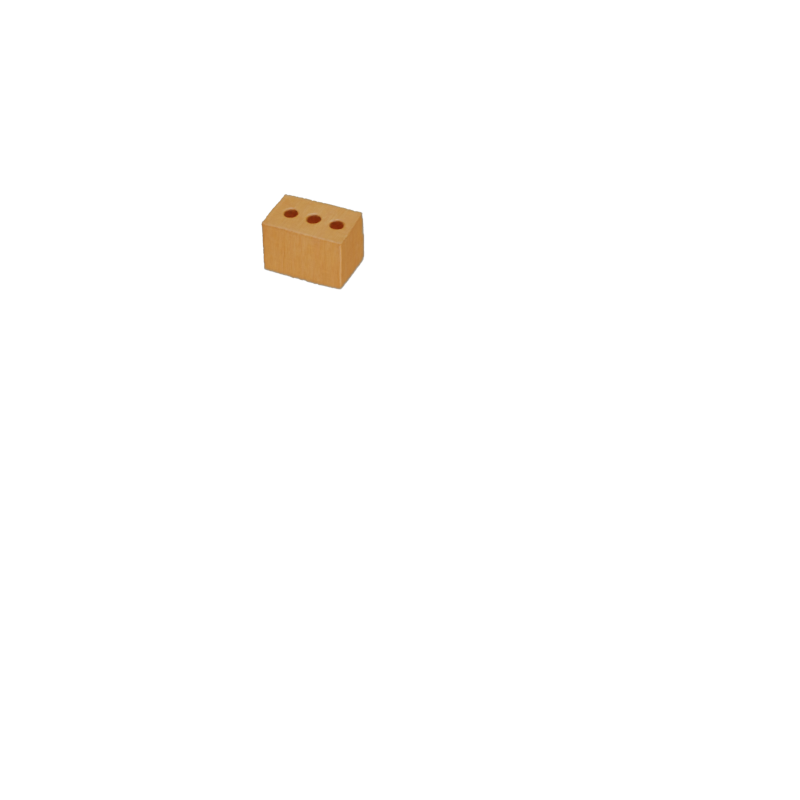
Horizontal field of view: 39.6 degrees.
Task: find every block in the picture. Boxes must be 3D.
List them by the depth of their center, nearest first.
[{"bbox_3d":[-0.077,-0.140,0.978,0.080,0.048,0.055,15,41,17],"label":"block"}]
